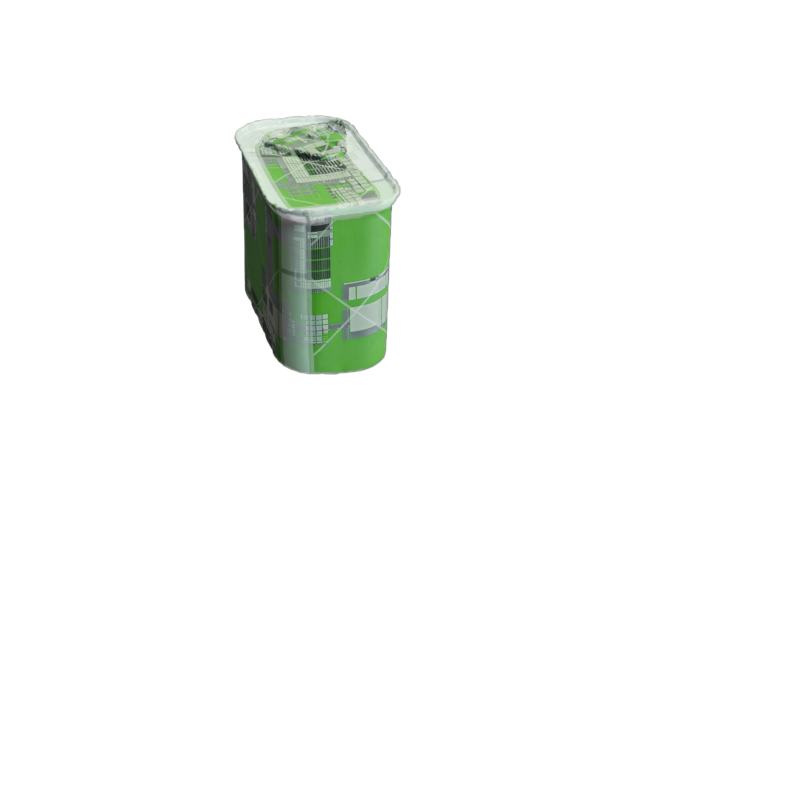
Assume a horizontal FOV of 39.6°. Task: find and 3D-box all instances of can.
[{"bbox_3d":[-0.040,-0.072,0.505,0.057,0.079,0.110,-8,34,-15],"label":"can"}]
